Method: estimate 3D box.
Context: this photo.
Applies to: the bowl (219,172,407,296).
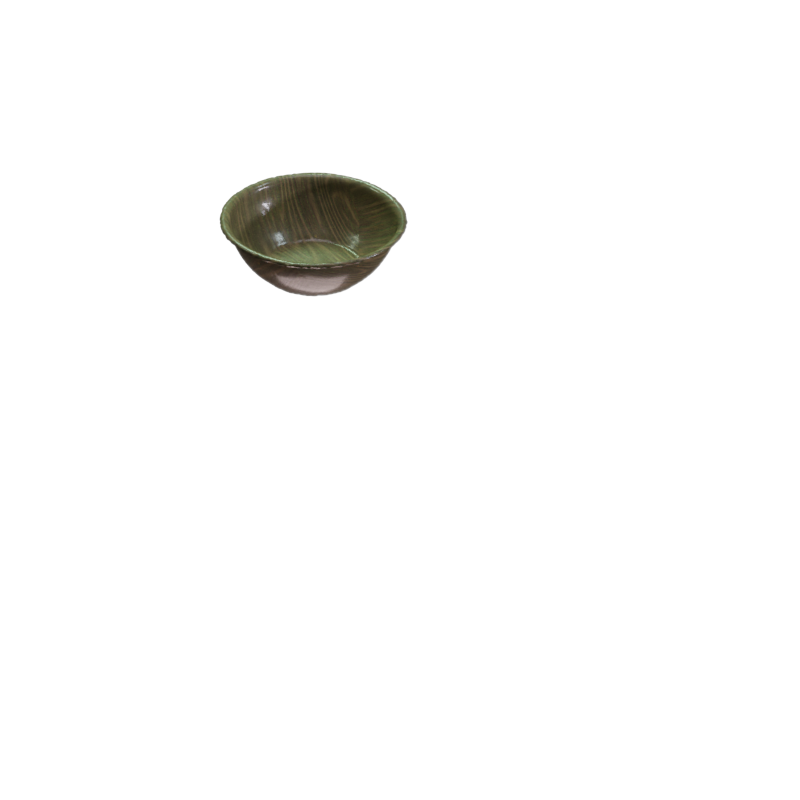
[{"bbox_3d":[-0.076,-0.139,0.971,0.162,0.051,0.173,-1,37,-2],"label":"bowl"}]
